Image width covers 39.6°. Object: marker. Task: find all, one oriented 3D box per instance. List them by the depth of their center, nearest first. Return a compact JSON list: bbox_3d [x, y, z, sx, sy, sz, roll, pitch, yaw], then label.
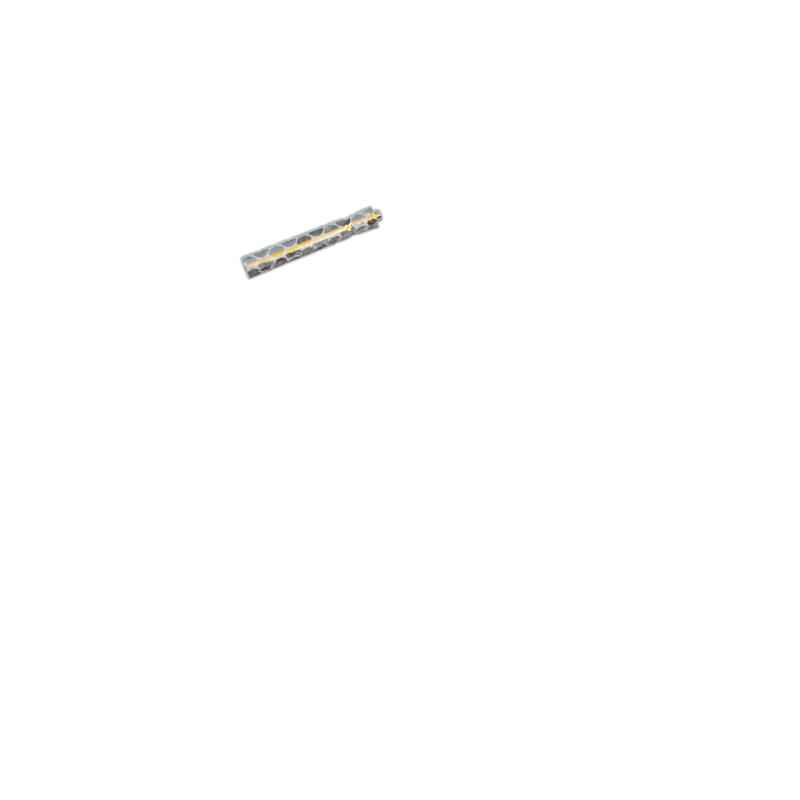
[{"bbox_3d":[-0.071,-0.130,0.913,0.121,0.020,0.020,-22,7,-6],"label":"marker"}]
